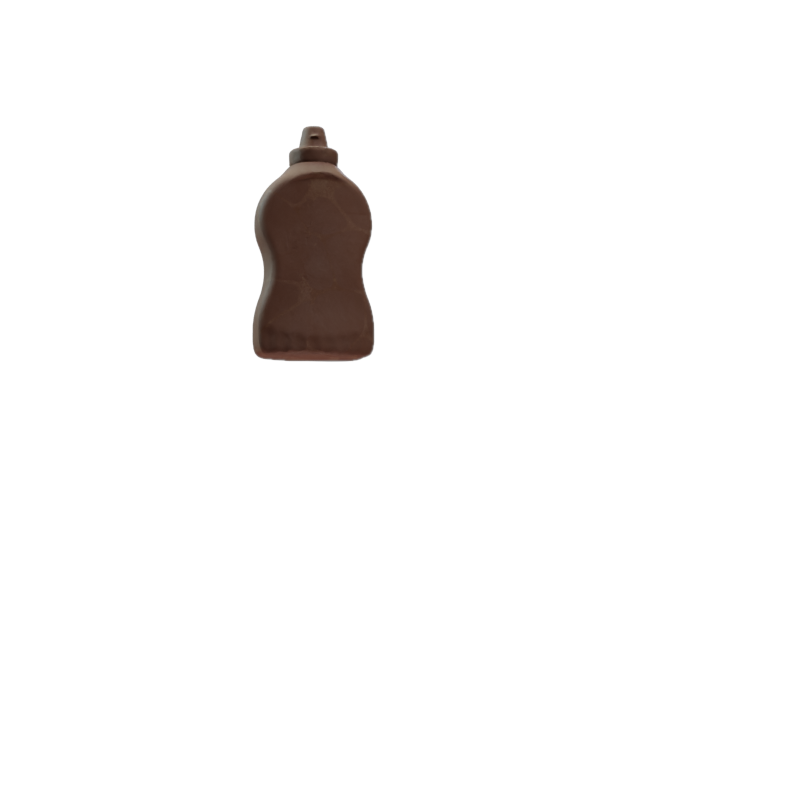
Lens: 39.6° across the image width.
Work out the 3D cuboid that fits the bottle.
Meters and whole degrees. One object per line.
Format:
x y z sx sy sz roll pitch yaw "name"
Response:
-0.071 -0.129 0.905 0.094 0.197 0.058 1 -11 -12 "bottle"
